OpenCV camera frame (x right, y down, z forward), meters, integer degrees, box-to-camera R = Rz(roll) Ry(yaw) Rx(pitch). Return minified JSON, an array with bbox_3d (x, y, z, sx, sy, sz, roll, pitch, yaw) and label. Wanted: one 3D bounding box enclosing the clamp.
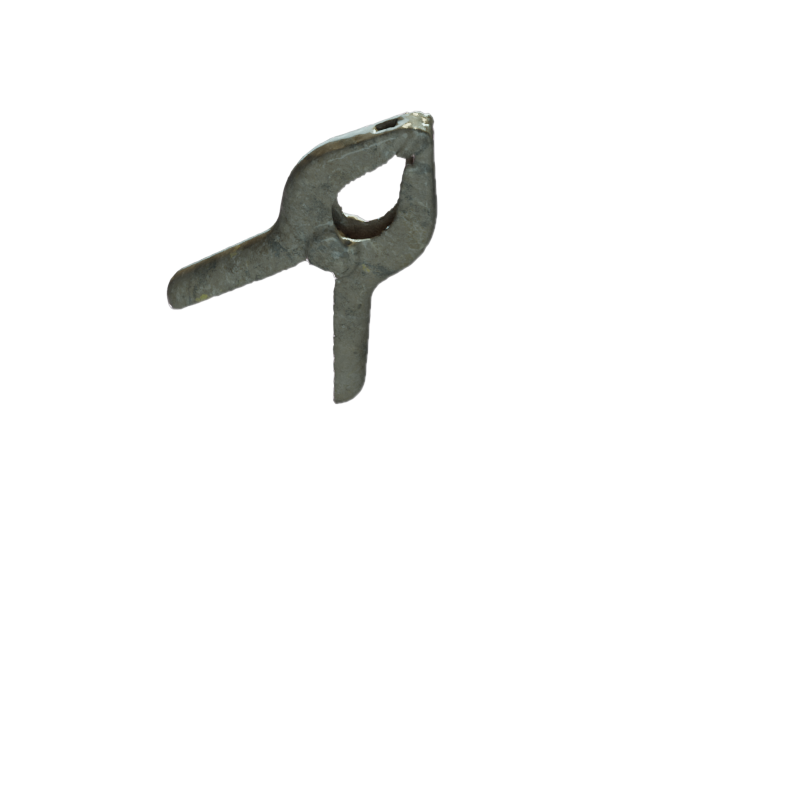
[{"bbox_3d":[-0.045,-0.082,0.576,0.117,0.165,0.042,22,28,-13],"label":"clamp"}]
